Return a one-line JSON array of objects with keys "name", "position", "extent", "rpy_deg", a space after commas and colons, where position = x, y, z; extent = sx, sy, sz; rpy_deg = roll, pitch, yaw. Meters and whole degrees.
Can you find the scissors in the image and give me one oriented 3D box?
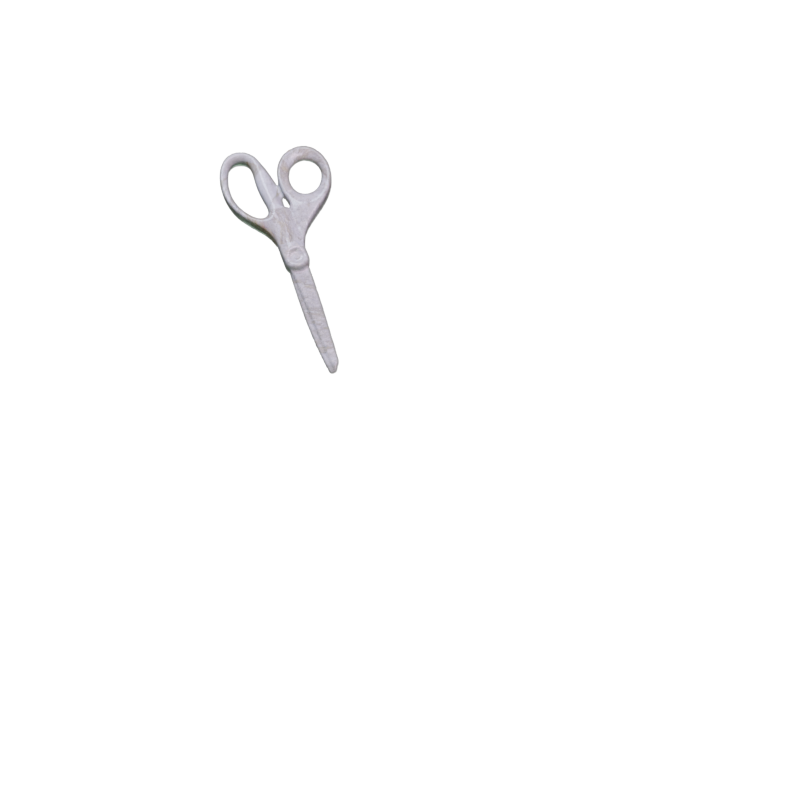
[{"name": "scissors", "position": [-0.066, -0.121, 0.848], "extent": [0.096, 0.214, 0.015], "rpy_deg": [-29, -25, -15]}]
